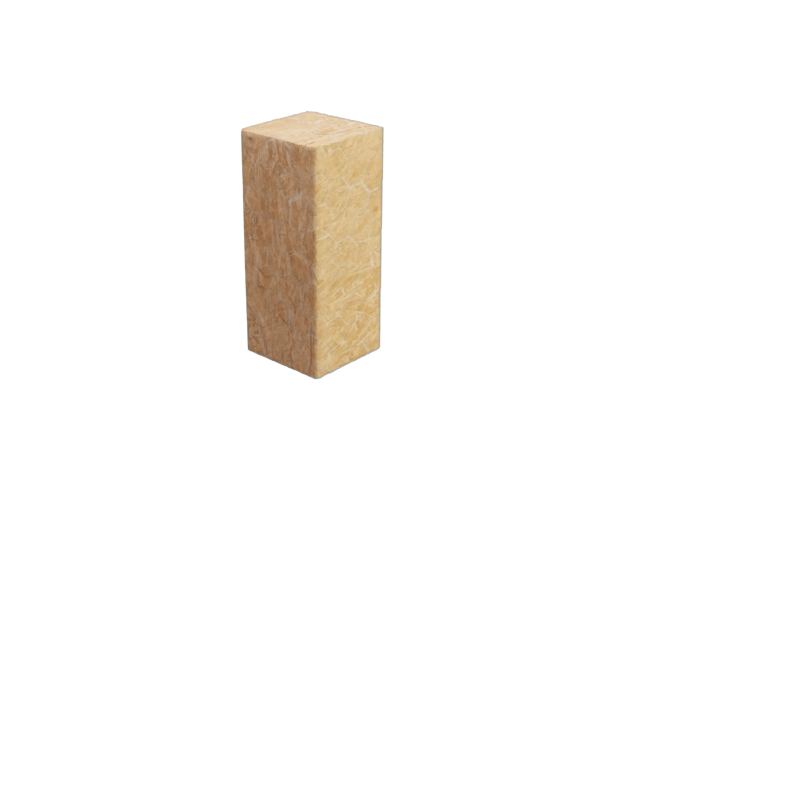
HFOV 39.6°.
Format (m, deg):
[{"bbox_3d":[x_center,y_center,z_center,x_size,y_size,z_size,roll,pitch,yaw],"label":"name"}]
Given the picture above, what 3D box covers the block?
[{"bbox_3d":[-0.076,-0.138,0.969,0.096,0.196,0.089,20,29,36],"label":"block"}]
